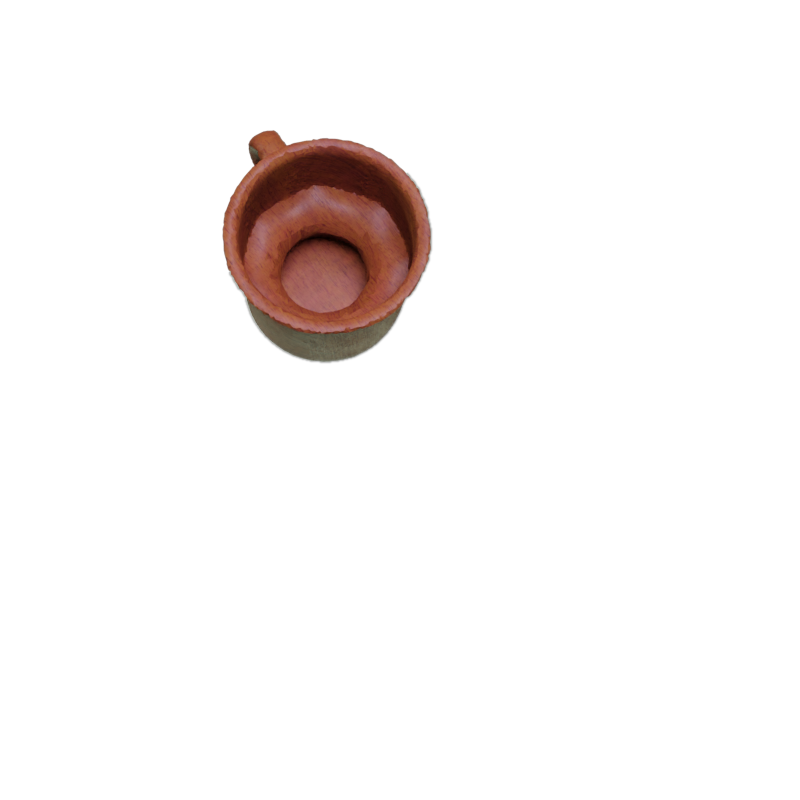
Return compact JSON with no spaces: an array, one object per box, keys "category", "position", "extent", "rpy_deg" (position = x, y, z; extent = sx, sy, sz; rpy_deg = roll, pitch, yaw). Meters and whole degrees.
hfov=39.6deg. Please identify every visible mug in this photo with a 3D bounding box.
[{"category":"mug","position":[-0.042,-0.076,0.533],"extent":[0.093,0.122,0.078],"rpy_deg":[-30,-14,-10]}]
